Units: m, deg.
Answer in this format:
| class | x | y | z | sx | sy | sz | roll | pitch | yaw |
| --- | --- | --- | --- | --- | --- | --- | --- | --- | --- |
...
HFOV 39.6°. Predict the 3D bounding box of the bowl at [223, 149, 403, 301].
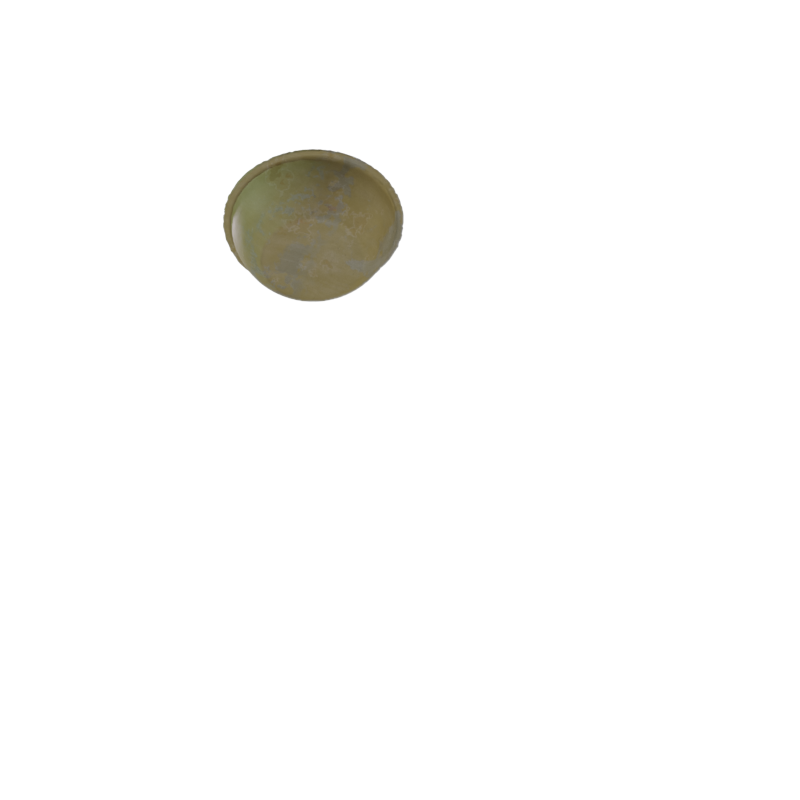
| class | x | y | z | sx | sy | sz | roll | pitch | yaw |
| --- | --- | --- | --- | --- | --- | --- | --- | --- | --- |
| bowl | -0.076 | -0.139 | 0.973 | 0.162 | 0.151 | 0.059 | 1 | 42 | -1 |
